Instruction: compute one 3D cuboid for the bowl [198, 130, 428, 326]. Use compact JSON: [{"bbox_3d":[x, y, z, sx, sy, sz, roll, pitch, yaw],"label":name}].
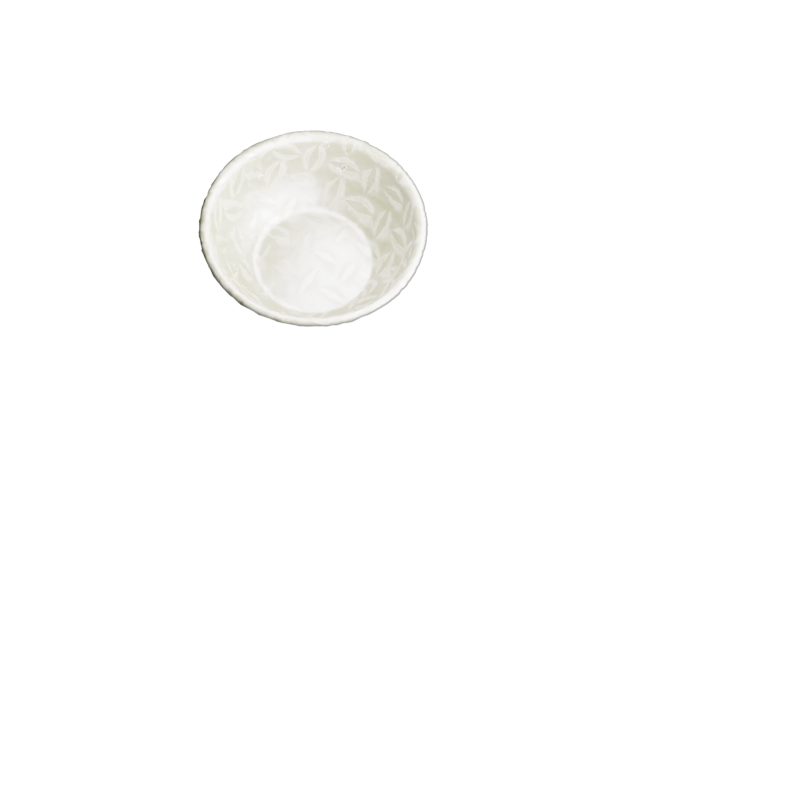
[{"bbox_3d":[-0.063,-0.115,0.802,0.162,0.172,0.052,-1,-29,-1],"label":"bowl"}]
